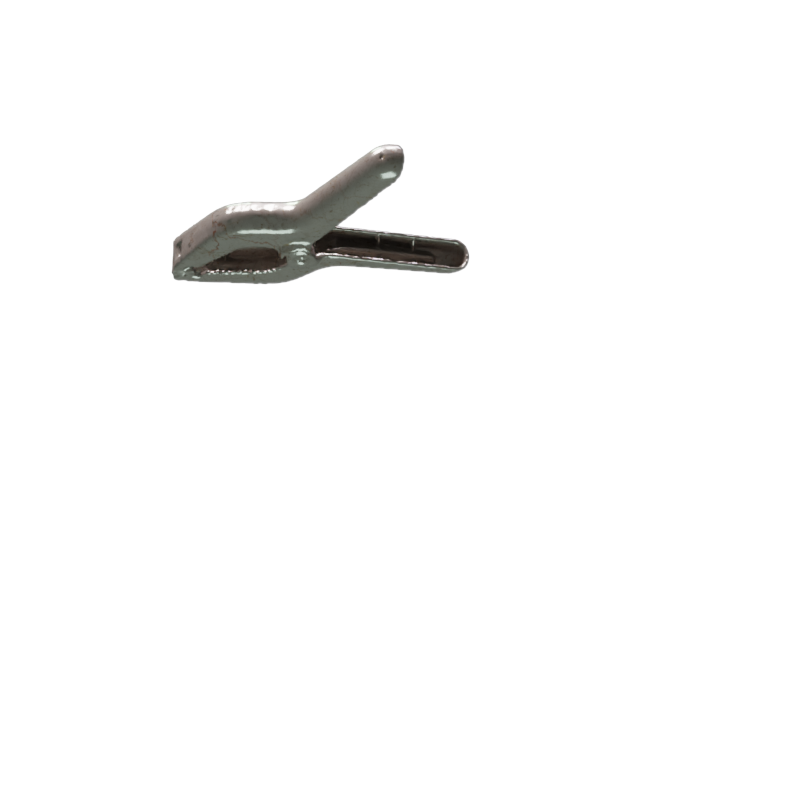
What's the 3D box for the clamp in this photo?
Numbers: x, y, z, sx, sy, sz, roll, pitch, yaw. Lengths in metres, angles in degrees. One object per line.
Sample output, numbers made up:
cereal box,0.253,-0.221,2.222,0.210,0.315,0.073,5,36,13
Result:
clamp,-0.061,-0.112,0.785,0.214,0.038,0.153,-10,-23,25
